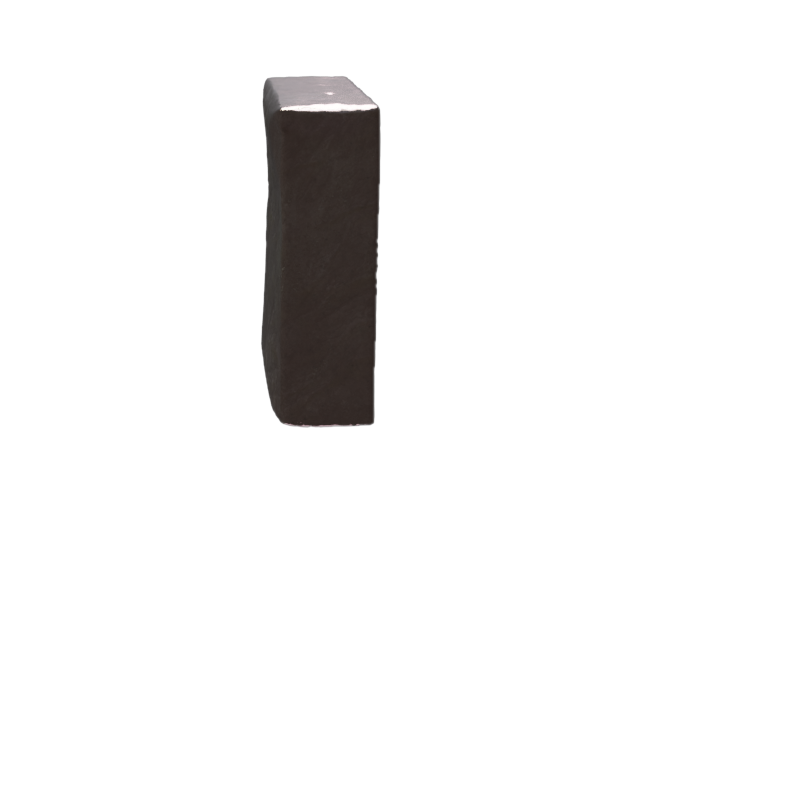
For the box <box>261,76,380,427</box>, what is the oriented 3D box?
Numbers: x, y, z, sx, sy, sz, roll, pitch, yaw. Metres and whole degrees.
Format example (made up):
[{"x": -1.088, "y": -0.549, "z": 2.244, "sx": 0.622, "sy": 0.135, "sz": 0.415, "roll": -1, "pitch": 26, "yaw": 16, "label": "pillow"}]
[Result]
[{"x": -0.061, "y": -0.111, "z": 0.776, "sx": 0.071, "sy": 0.206, "sz": 0.172, "roll": -2, "pitch": 18, "yaw": -9, "label": "box"}]
